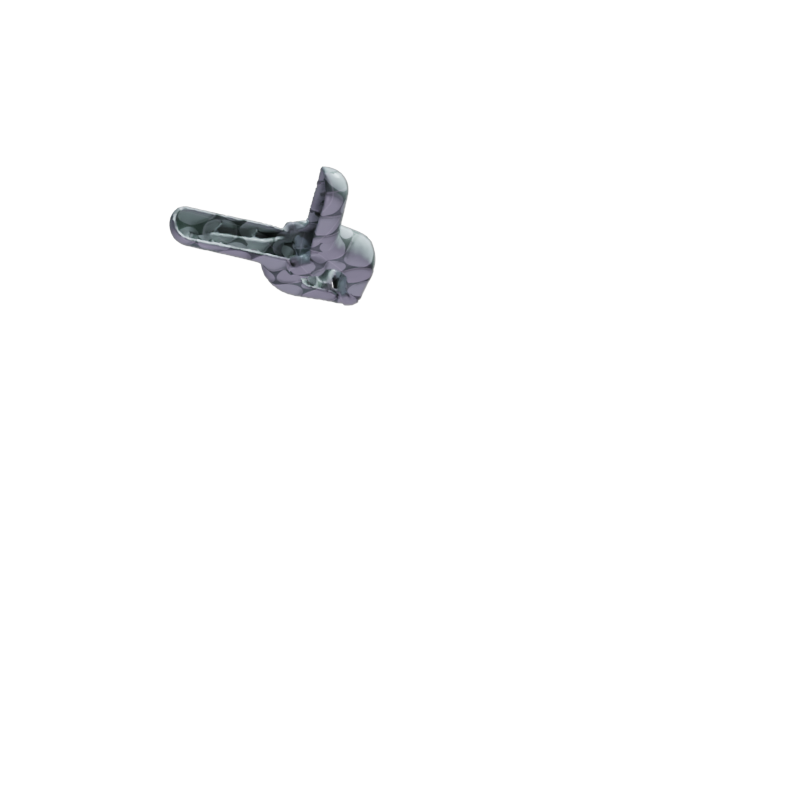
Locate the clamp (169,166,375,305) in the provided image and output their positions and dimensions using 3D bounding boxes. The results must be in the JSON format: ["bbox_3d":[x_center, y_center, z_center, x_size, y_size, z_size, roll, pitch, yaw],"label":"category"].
[{"bbox_3d":[-0.058,-0.106,0.743,0.123,0.041,0.161,-8,-16,30],"label":"clamp"}]
